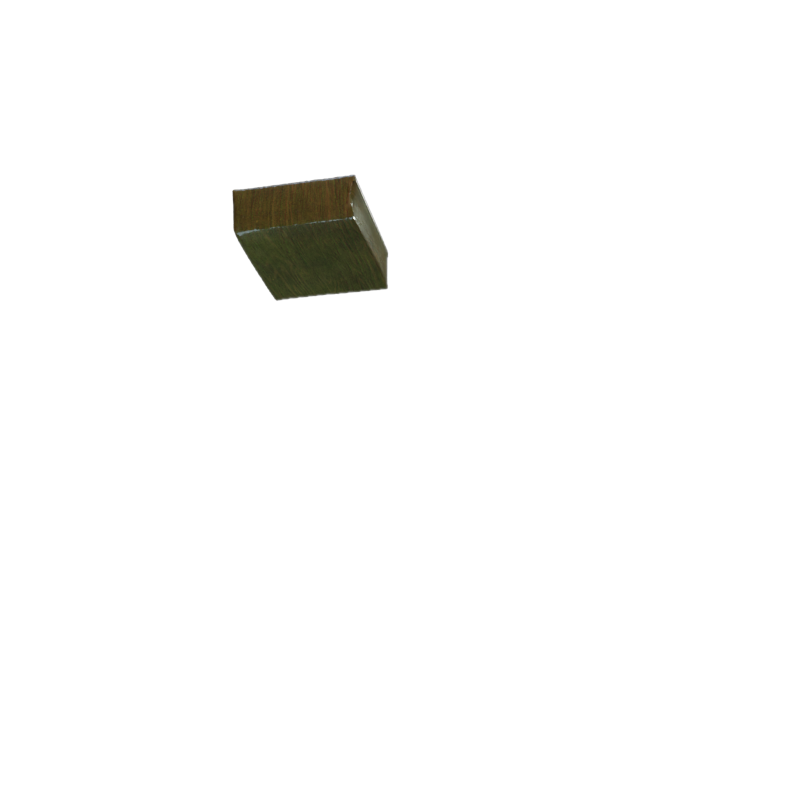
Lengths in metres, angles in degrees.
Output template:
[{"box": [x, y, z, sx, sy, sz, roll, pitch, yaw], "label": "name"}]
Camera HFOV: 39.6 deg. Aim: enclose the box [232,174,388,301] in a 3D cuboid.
[{"box": [-0.063, -0.114, 0.801, 0.091, 0.041, 0.106, -5, -23, 12], "label": "box"}]
